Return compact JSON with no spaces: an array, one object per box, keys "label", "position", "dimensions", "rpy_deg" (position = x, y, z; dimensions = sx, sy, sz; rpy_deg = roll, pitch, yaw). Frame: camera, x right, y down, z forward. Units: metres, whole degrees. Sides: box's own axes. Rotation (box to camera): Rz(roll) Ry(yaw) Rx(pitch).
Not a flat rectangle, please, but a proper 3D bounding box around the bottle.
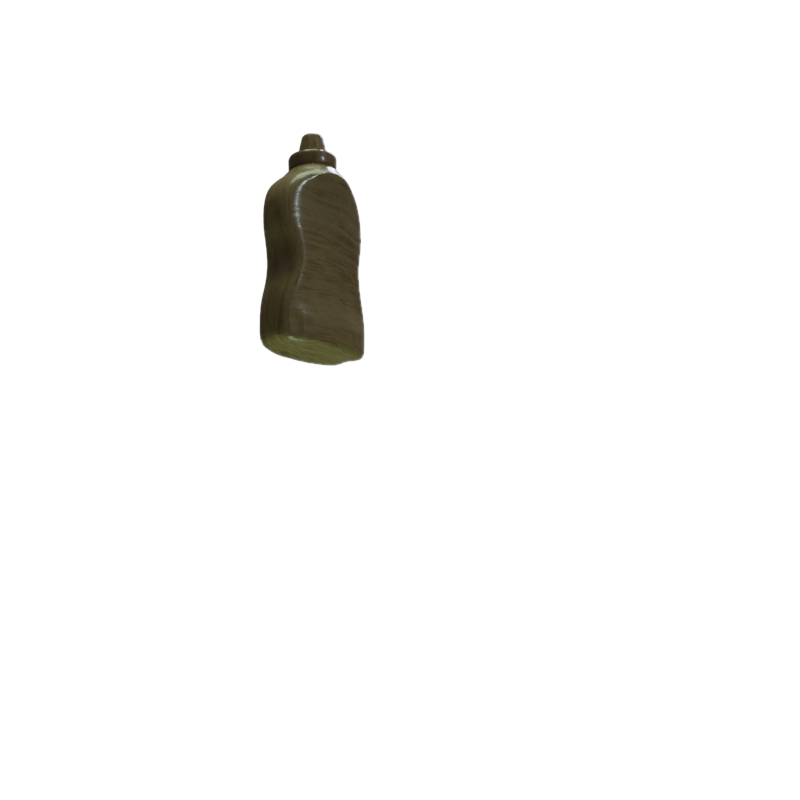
[{"label":"bottle","position":[-0.072,-0.130,0.913],"dimensions":[0.059,0.200,0.090],"rpy_deg":[-18,-24,39]}]
